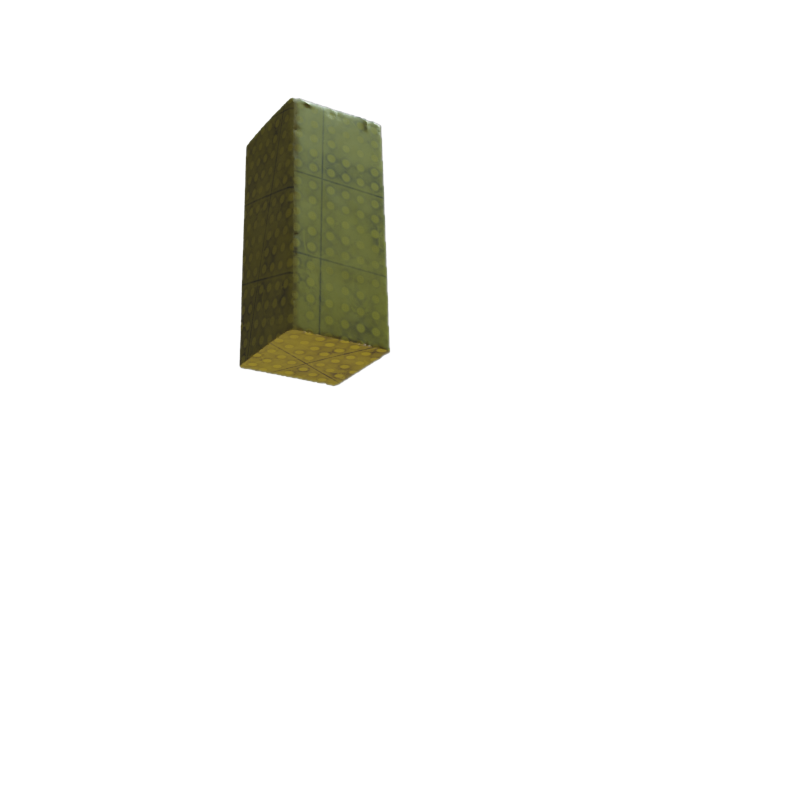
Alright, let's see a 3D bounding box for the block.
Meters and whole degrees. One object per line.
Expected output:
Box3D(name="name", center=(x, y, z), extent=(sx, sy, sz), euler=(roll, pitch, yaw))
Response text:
Box3D(name="block", center=(-0.071, -0.129, 0.905), extent=(0.087, 0.218, 0.089), euler=(13, -29, -28))
